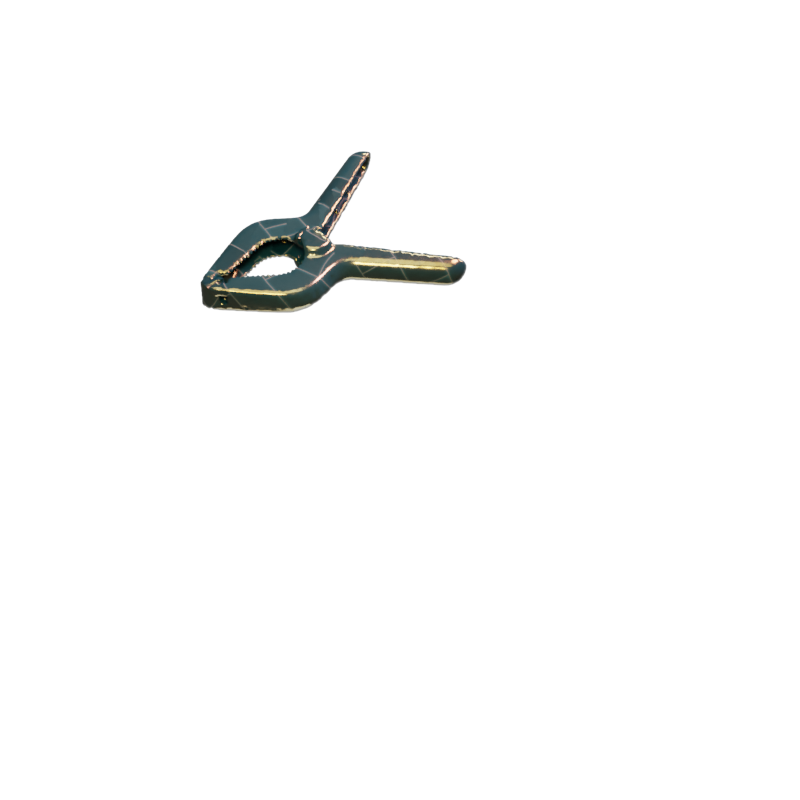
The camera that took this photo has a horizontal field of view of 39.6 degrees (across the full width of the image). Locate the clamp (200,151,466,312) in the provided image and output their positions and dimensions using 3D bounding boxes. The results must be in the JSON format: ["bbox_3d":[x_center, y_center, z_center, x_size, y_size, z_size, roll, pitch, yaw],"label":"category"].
[{"bbox_3d":[-0.073,-0.133,0.929,0.208,0.178,0.034,-18,-38,-15],"label":"clamp"}]
